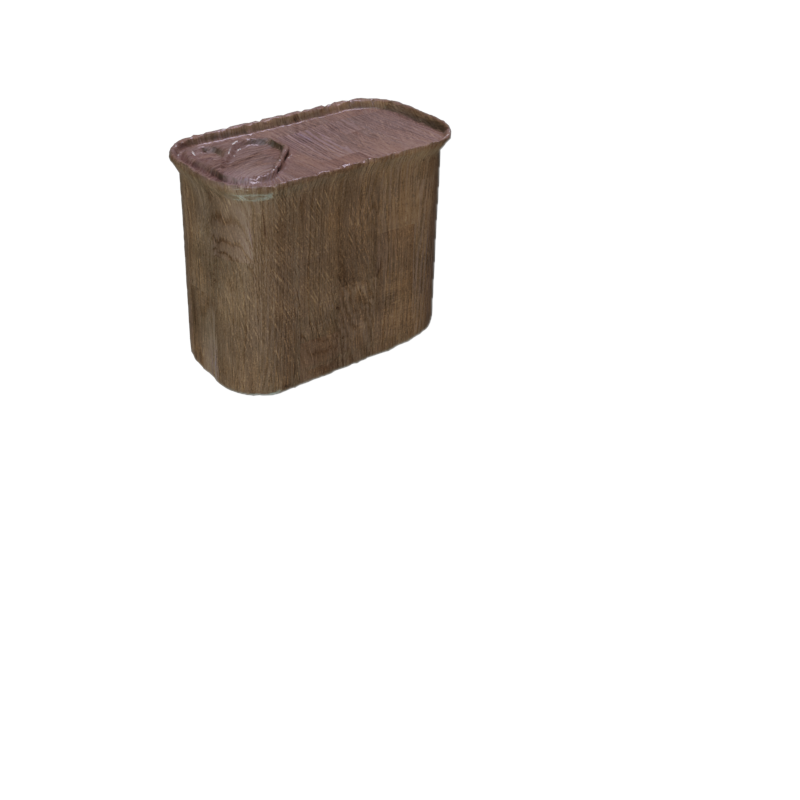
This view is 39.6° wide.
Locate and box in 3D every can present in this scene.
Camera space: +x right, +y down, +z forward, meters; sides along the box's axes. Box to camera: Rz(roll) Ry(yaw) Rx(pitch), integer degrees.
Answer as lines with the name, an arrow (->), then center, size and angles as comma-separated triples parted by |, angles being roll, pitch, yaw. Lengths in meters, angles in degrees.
can -> -0.033, -0.059, 0.416 | 0.101, 0.079, 0.062 | -21, 36, -32
